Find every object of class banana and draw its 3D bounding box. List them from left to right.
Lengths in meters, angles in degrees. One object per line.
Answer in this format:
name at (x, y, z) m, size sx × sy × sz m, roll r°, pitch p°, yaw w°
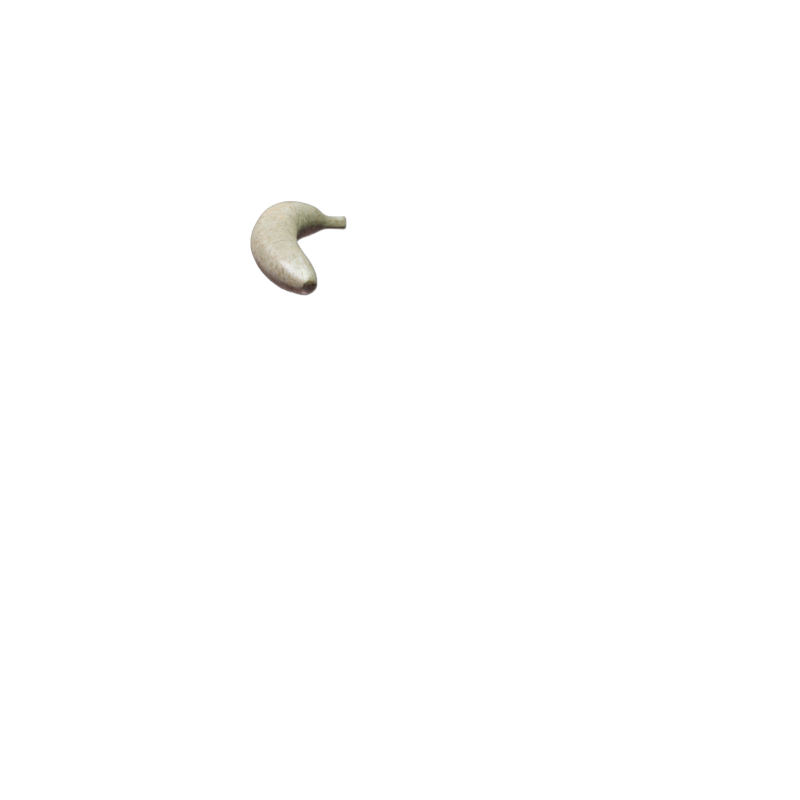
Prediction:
banana at (-0.089, -0.131, 0.905) m, size 0.070 × 0.035 × 0.205 m, roll 2°, pitch 25°, yaw 4°
